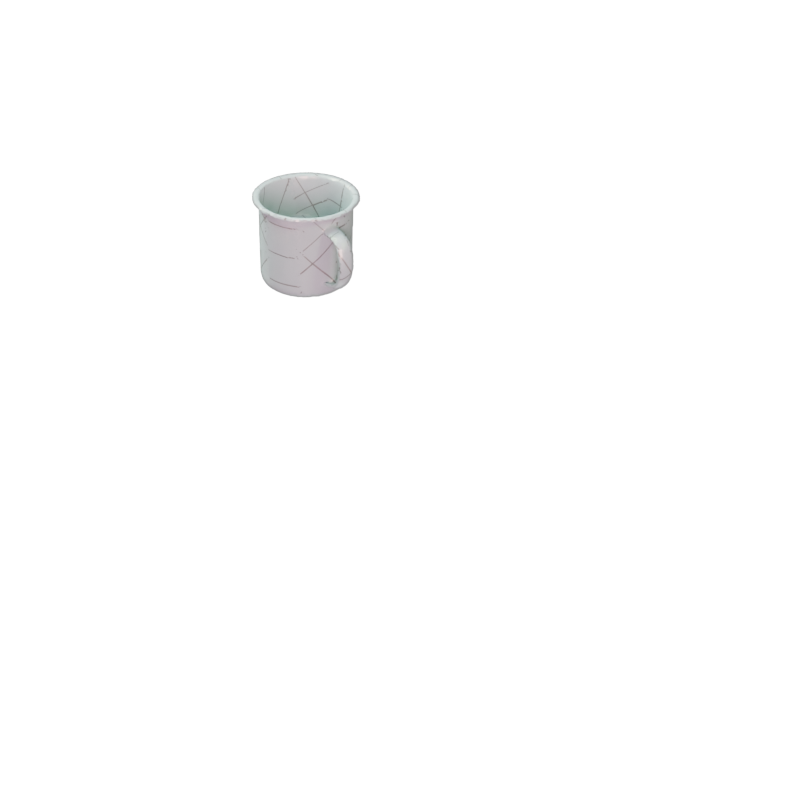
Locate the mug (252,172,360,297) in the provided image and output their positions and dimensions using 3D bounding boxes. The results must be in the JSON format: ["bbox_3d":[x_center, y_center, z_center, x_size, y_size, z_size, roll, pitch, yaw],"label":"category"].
[{"bbox_3d":[-0.075,-0.138,0.964,0.092,0.077,0.126,-20,39,-29],"label":"mug"}]
